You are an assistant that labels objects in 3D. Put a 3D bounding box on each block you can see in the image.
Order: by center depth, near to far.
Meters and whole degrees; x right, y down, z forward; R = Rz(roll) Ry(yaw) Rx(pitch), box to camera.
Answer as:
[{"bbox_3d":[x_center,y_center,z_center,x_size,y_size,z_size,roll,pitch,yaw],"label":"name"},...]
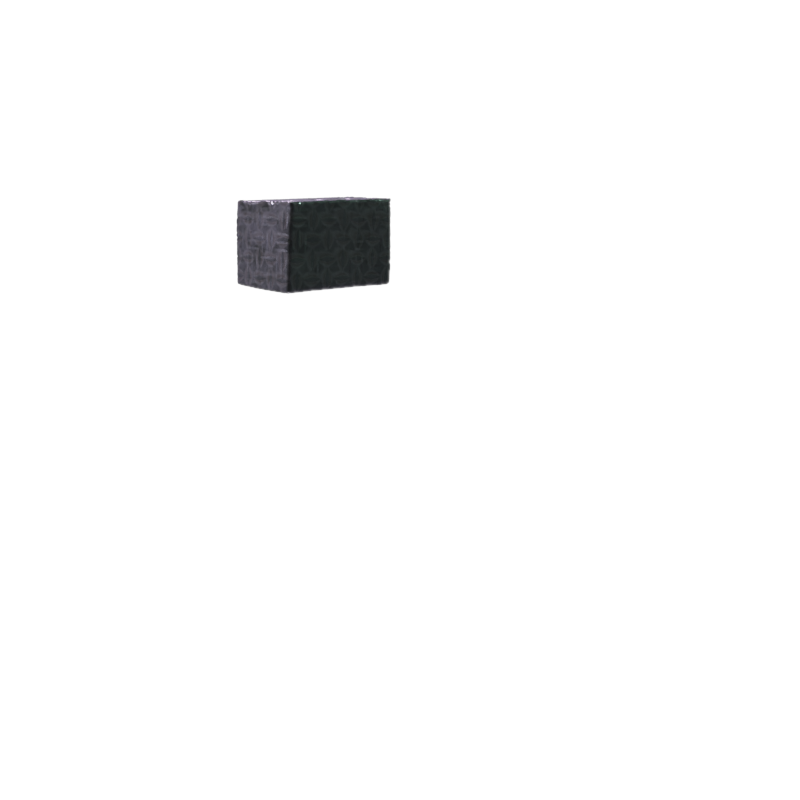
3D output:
[{"bbox_3d":[-0.051,-0.093,0.652,0.076,0.050,0.055,-9,13,-41],"label":"block"}]
